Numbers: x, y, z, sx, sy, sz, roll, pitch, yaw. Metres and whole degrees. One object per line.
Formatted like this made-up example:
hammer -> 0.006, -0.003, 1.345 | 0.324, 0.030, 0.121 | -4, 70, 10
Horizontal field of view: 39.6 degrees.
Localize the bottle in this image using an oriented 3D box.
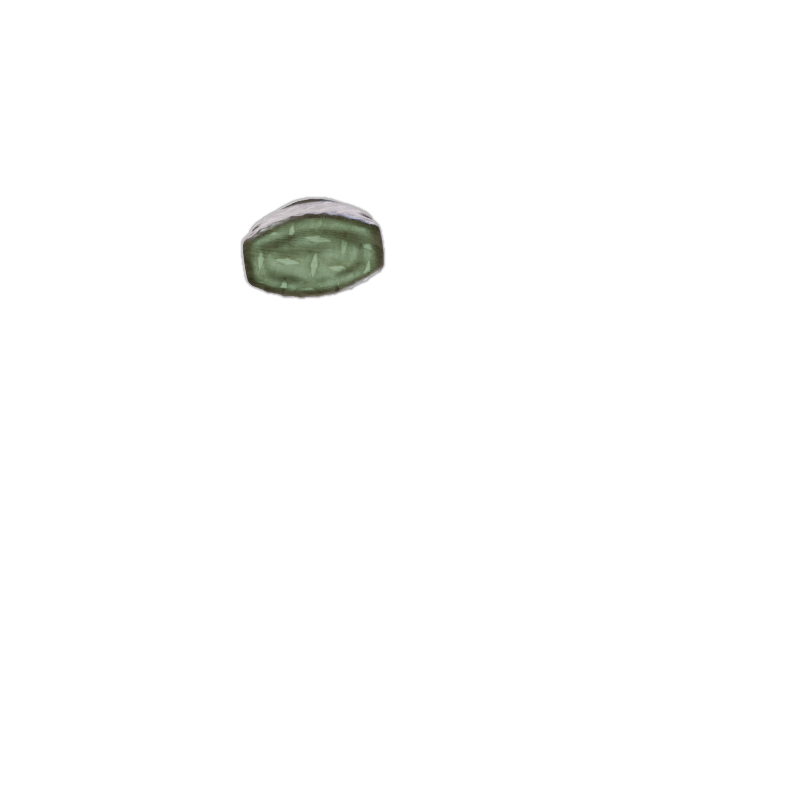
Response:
bottle -> -0.065, -0.120, 0.836 | 0.096, 0.057, 0.197 | -9, 14, -2
